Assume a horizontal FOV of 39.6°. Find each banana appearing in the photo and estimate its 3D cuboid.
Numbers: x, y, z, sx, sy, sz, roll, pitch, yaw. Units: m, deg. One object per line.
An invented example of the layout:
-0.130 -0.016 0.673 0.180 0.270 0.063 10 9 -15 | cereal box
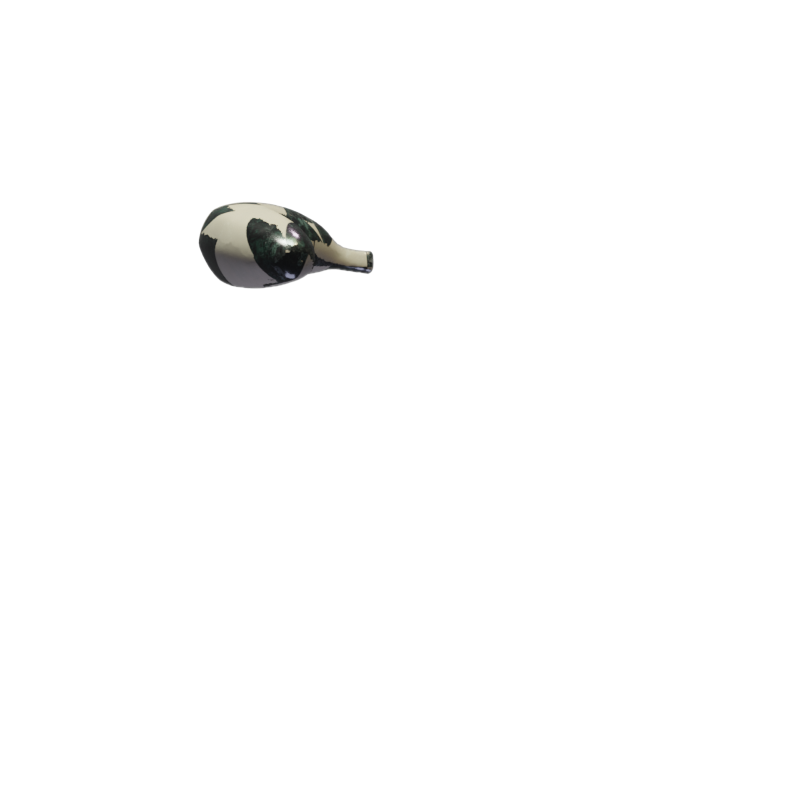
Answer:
-0.057 -0.073 0.509 0.070 0.036 0.198 1 9 6 | banana
